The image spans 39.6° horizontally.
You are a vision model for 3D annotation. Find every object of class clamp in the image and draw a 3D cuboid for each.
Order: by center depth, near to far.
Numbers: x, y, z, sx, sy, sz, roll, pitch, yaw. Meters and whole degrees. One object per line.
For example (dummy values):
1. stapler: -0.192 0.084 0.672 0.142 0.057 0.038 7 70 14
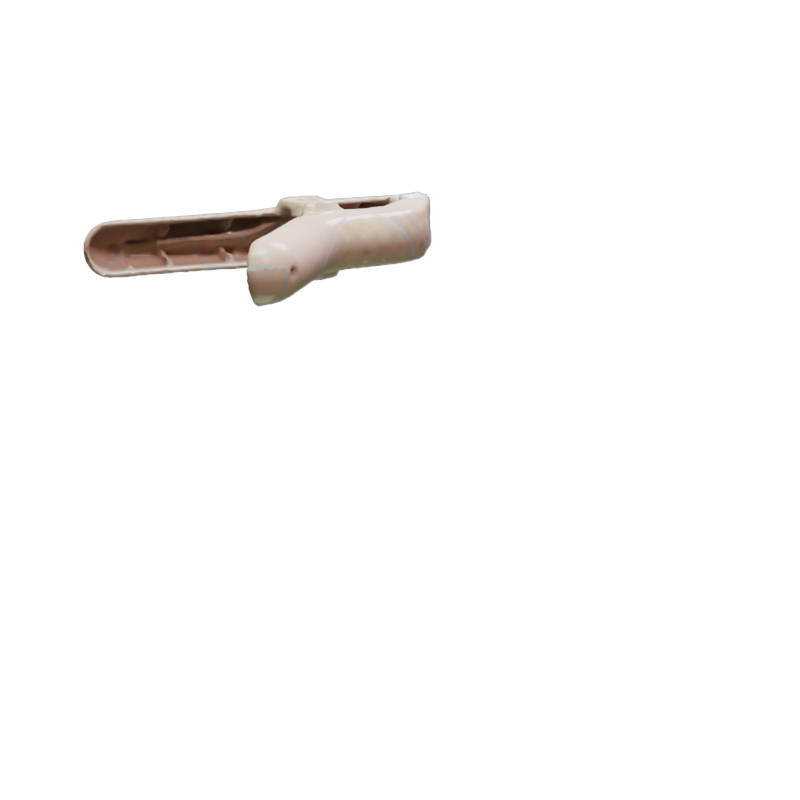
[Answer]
1. clamp: -0.038 -0.070 0.488 0.168 0.038 0.128 -16 27 -36
